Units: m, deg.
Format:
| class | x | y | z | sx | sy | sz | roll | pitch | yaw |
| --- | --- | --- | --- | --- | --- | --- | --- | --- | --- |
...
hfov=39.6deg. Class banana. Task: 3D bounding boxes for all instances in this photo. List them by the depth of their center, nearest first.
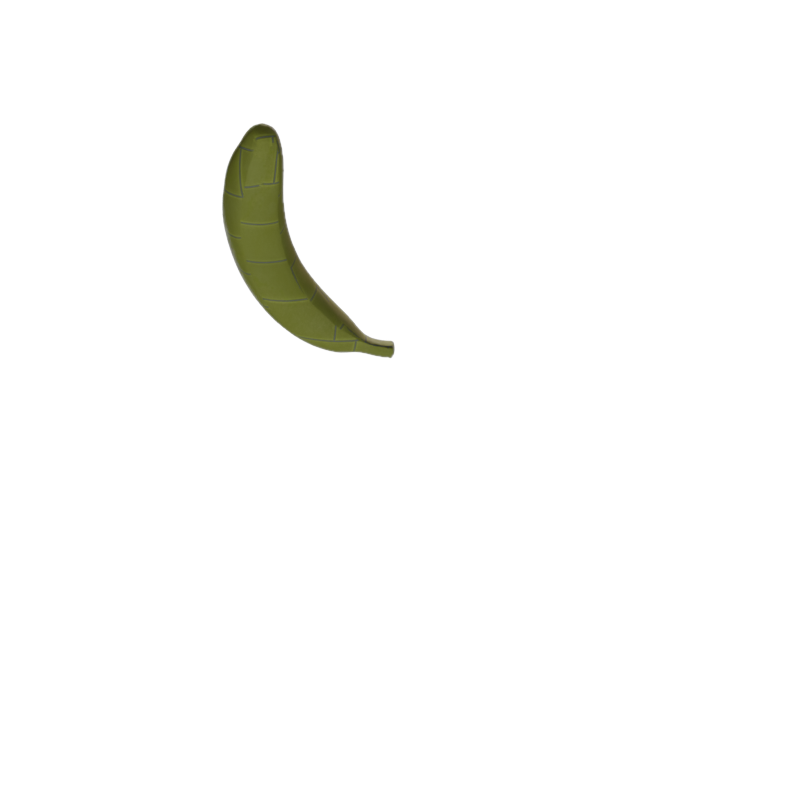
| class | x | y | z | sx | sy | sz | roll | pitch | yaw |
| --- | --- | --- | --- | --- | --- | --- | --- | --- | --- |
| banana | -0.069 | -0.090 | 0.685 | 0.070 | 0.039 | 0.182 | -17 | -46 | 16 |
